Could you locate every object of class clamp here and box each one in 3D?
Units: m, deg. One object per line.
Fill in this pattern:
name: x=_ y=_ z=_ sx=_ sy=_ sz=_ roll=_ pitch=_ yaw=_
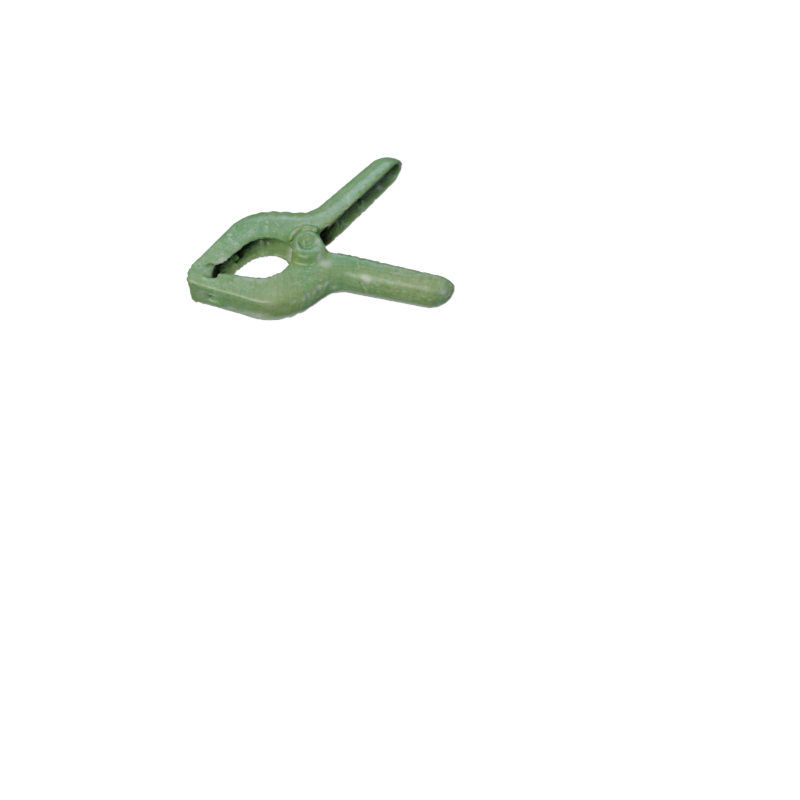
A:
clamp: x=-0.058 y=-0.106 z=0.743 sx=0.170 sy=0.129 sz=0.037 roll=-7 pitch=-37 yaw=-5
